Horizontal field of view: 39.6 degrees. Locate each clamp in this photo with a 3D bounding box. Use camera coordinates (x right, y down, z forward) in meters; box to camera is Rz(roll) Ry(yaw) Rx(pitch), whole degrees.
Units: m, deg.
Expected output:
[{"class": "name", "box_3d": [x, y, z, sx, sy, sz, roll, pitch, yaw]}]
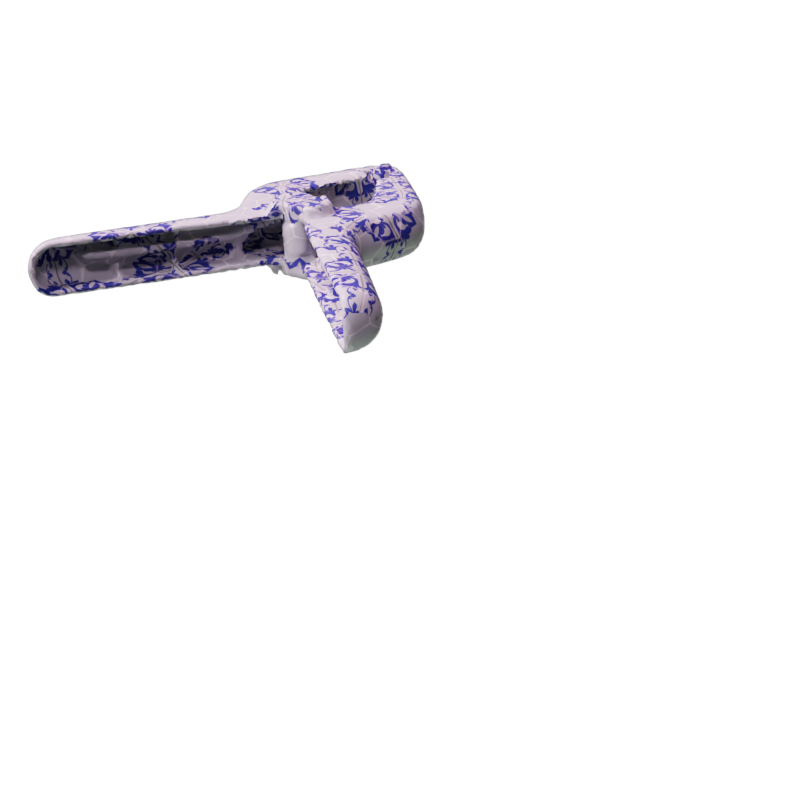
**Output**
[{"class": "clamp", "box_3d": [-0.040, -0.073, 0.514, 0.173, 0.035, 0.209, 15, 28, 30]}]
